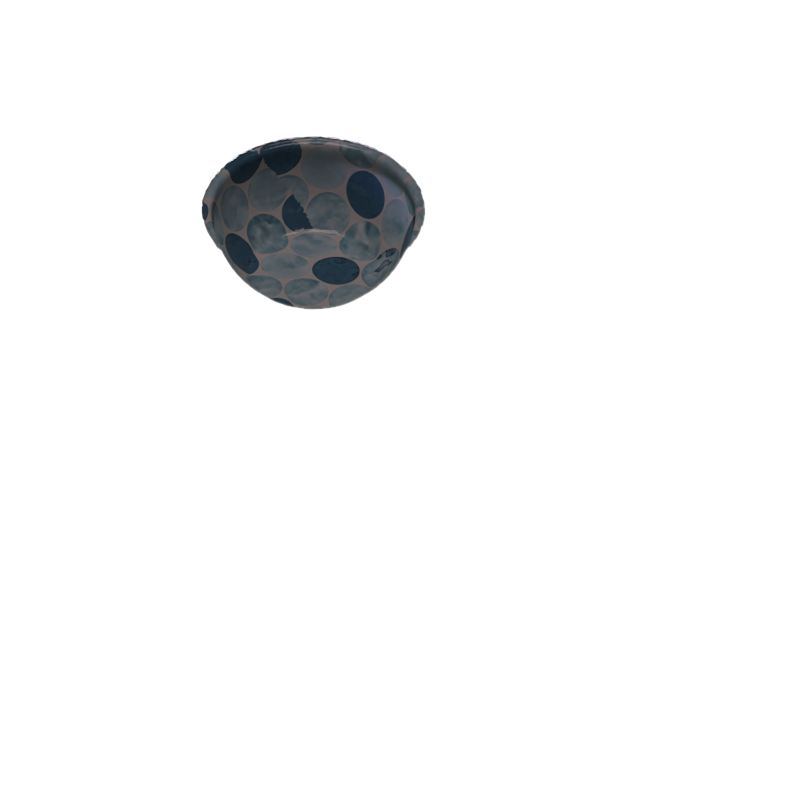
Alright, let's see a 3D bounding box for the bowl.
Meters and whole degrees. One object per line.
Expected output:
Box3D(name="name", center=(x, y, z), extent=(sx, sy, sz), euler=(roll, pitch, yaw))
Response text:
Box3D(name="bowl", center=(-0.062, -0.113, 0.789), extent=(0.162, 0.059, 0.151), euler=(1, -34, -2))
